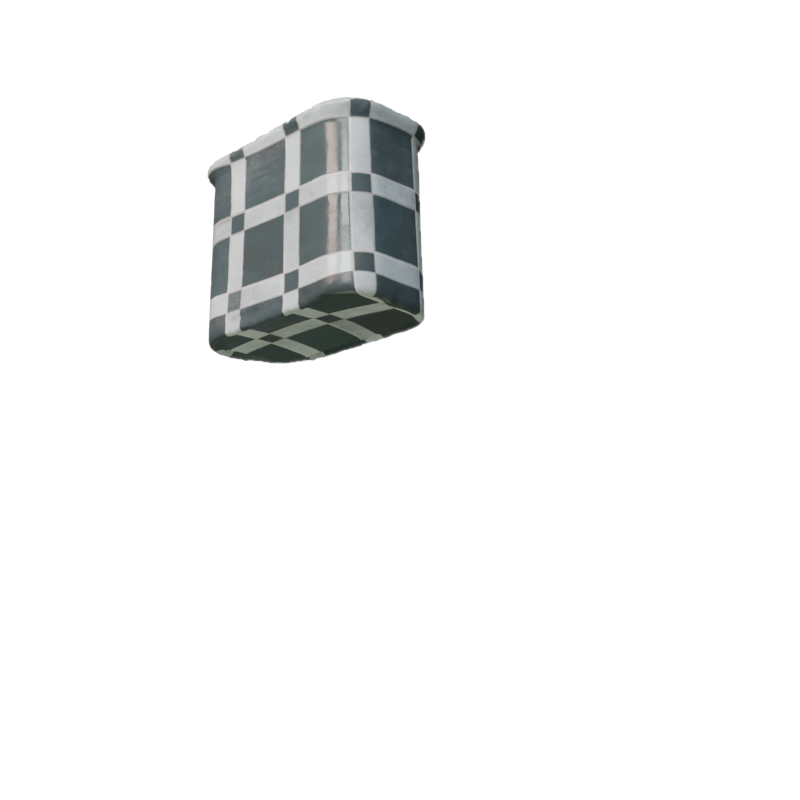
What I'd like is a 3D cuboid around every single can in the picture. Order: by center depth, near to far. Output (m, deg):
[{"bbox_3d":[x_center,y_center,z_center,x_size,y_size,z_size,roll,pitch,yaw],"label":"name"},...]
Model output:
[{"bbox_3d":[-0.037,-0.067,0.469,0.103,0.088,0.054,-18,-26,41],"label":"can"}]
